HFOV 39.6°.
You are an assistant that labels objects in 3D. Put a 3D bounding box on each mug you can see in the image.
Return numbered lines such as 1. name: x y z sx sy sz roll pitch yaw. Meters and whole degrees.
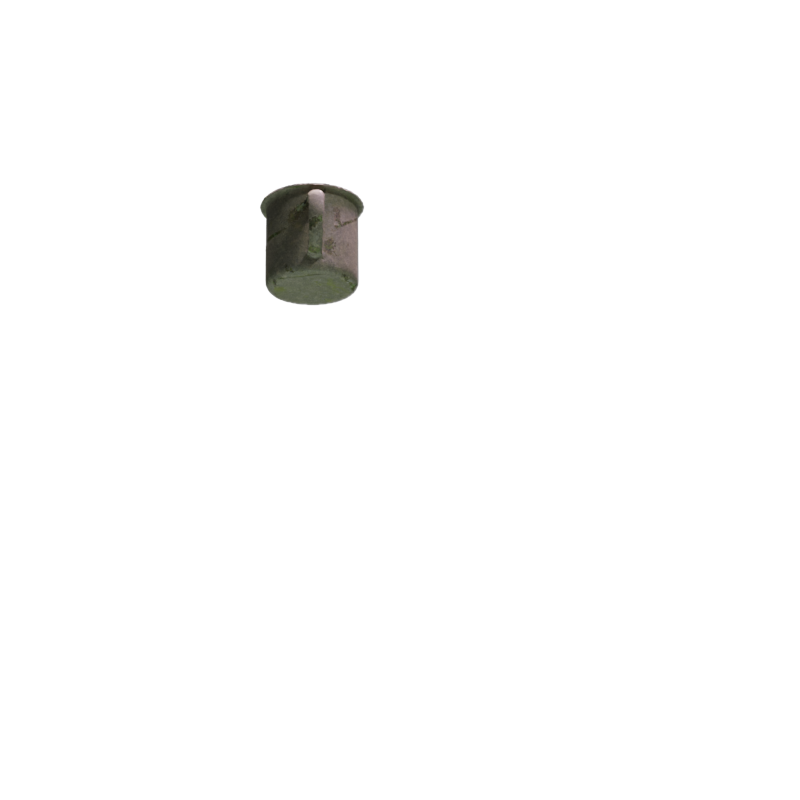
1. mug: -0.076 -0.139 0.970 0.092 0.086 0.112 2 -21 -8
